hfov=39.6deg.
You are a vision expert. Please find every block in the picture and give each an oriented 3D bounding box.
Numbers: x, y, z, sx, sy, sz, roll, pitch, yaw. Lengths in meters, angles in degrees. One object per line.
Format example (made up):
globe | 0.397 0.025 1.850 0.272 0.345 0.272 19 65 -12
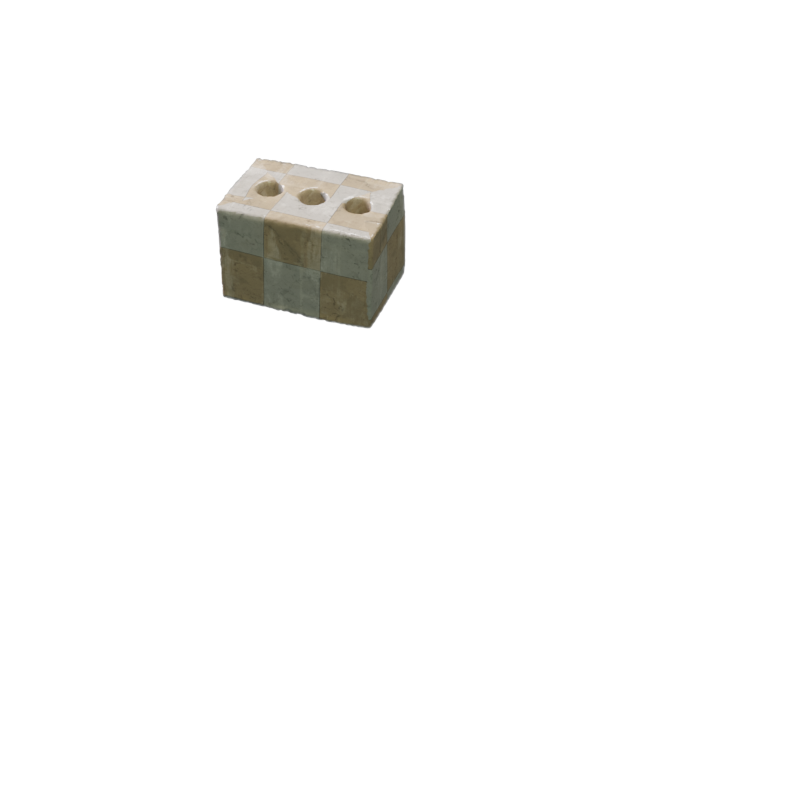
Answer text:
block | -0.041 -0.075 0.526 0.080 0.048 0.055 12 38 15
